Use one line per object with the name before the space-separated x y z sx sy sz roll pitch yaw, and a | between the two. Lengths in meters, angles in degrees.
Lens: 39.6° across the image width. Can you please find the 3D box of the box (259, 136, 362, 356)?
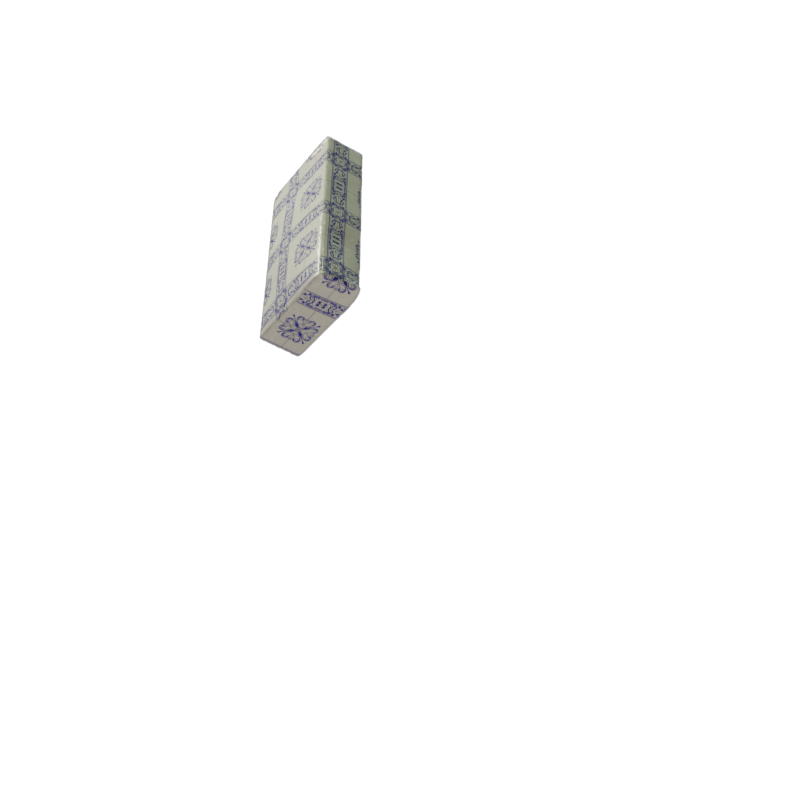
box | -0.074 -0.134 0.937 0.046 0.189 0.091 25 -50 -28
